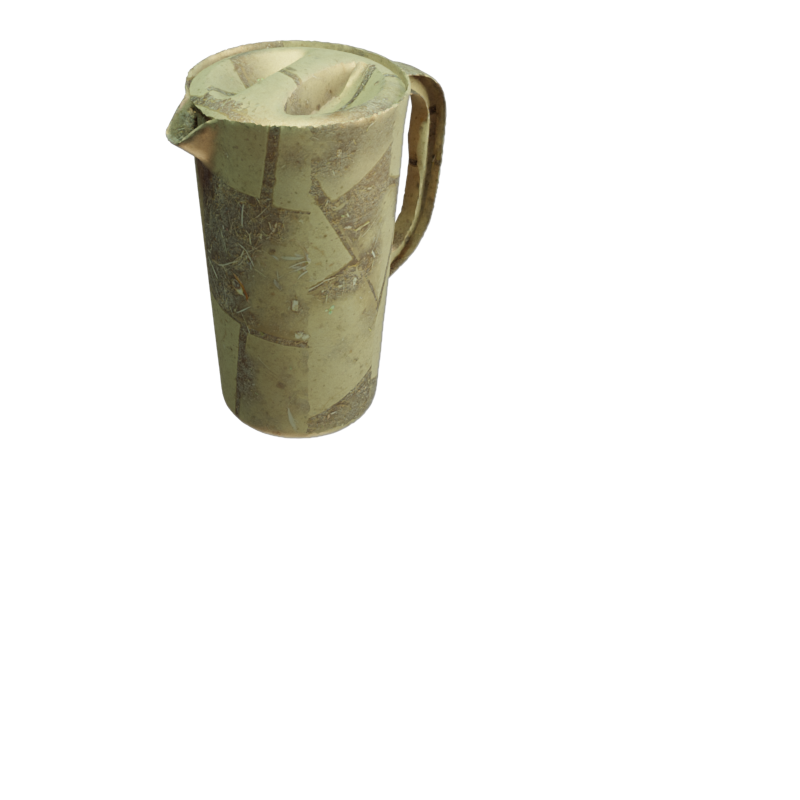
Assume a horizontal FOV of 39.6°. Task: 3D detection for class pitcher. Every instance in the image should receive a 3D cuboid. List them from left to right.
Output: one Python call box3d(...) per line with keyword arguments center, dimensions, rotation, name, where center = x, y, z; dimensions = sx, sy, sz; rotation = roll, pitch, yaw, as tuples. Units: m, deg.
box3d(center=(-0.056, -0.102, 0.715), dimensions=(0.151, 0.228, 0.152), rotation=(8, 35, 8), name="pitcher")
